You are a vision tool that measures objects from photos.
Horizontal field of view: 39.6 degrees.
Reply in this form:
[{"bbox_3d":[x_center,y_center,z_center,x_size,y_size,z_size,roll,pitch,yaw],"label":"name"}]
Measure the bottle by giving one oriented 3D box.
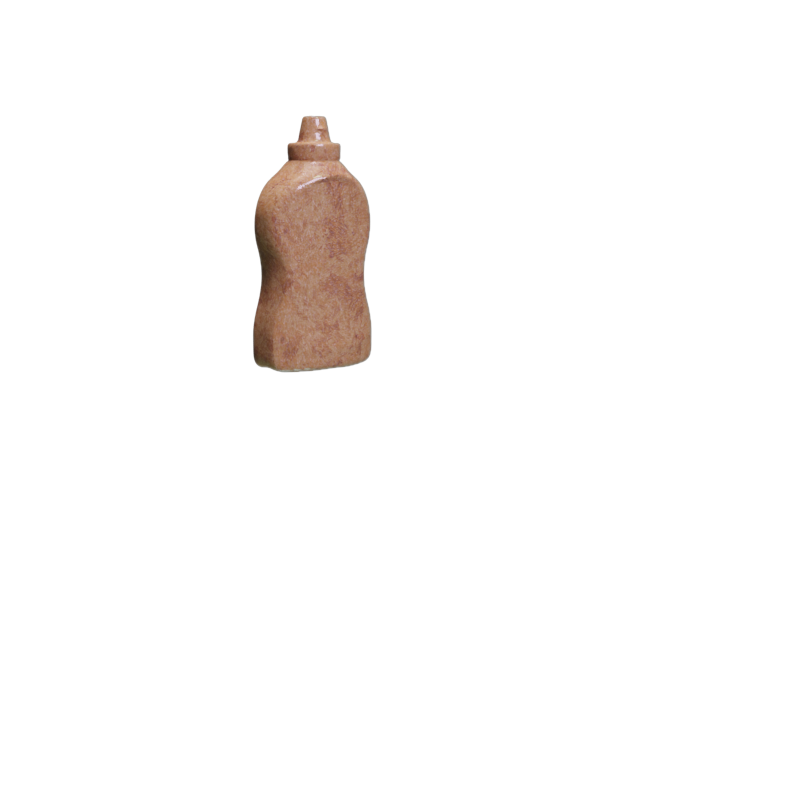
[{"bbox_3d":[-0.066,-0.122,0.852,0.093,0.190,0.061,-4,6,-36],"label":"bottle"}]
